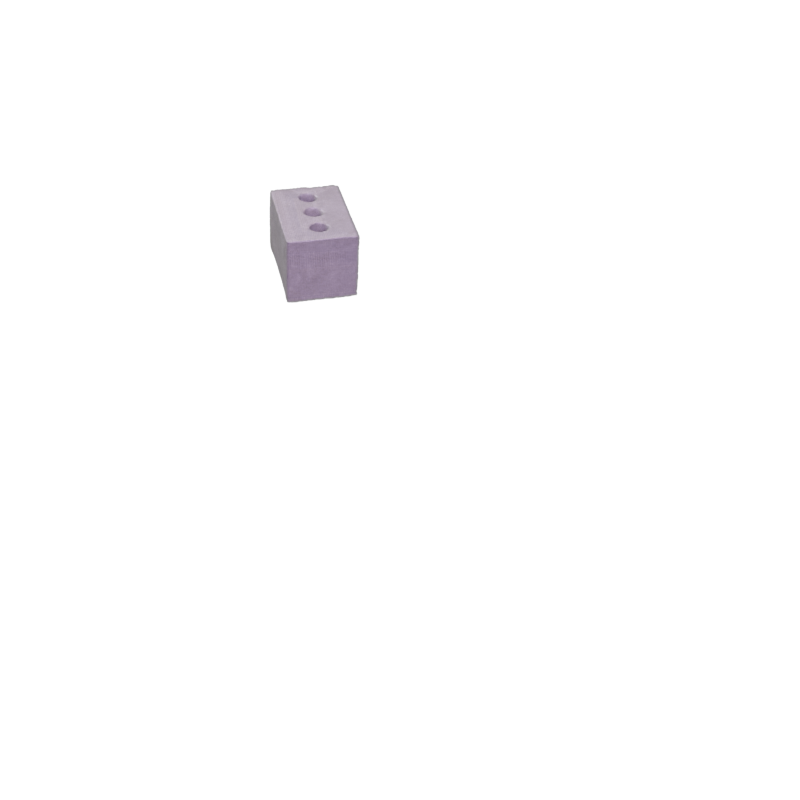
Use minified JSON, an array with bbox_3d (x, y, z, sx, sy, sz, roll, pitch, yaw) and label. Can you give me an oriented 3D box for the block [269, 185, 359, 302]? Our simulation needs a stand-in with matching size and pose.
[{"bbox_3d":[-0.062,-0.114,0.798,0.052,0.048,0.084,-7,36,-12],"label":"block"}]
